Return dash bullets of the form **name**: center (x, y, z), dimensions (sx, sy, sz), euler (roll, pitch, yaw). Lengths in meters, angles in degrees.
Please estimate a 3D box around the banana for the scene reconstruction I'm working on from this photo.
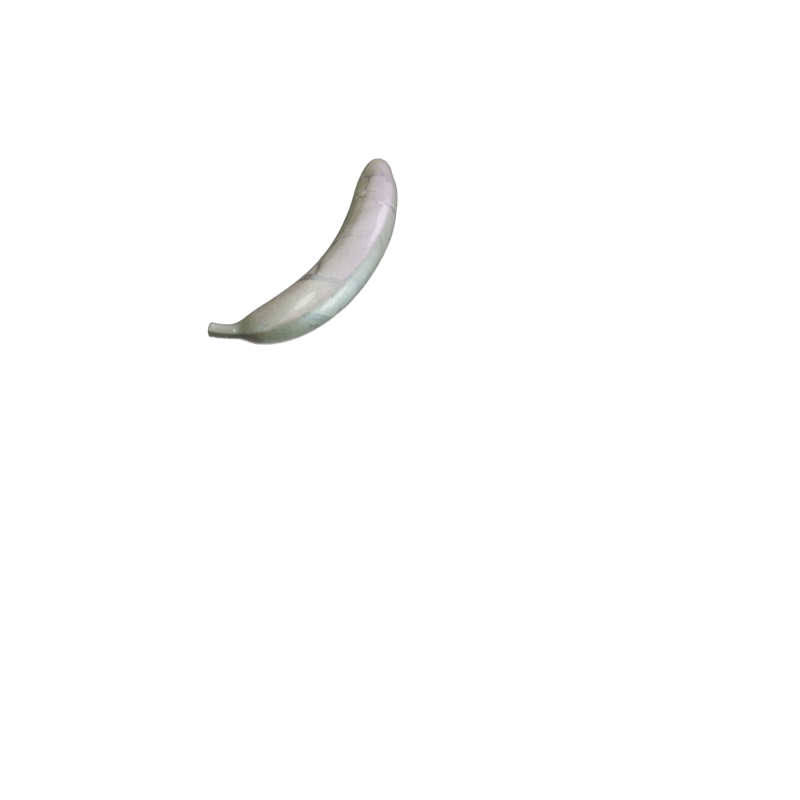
- **banana**: center (-0.052, -0.103, 0.807), dimensions (0.073, 0.201, 0.034), euler (33, -26, 18)
